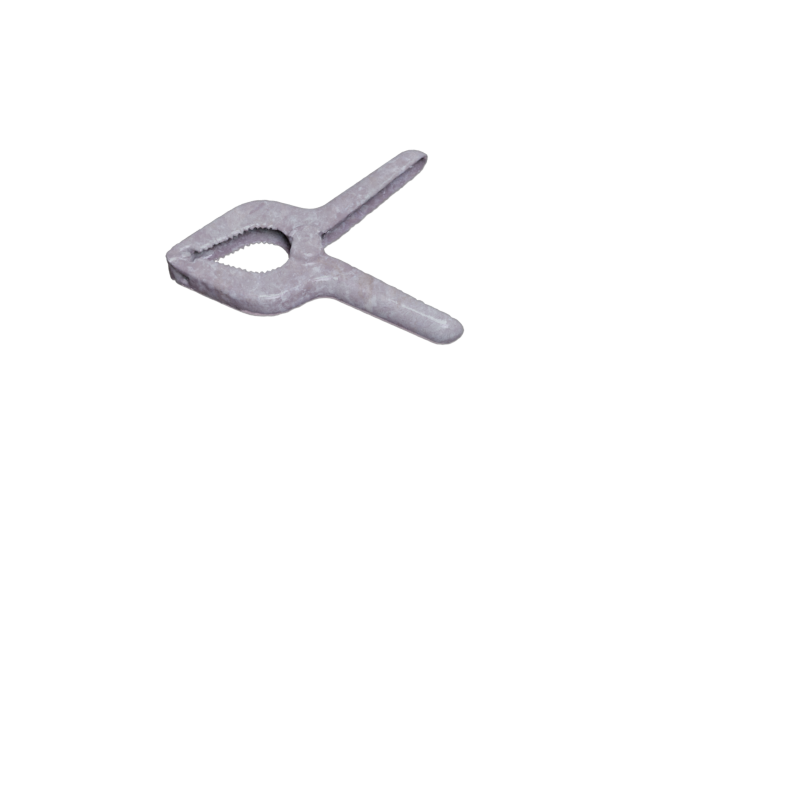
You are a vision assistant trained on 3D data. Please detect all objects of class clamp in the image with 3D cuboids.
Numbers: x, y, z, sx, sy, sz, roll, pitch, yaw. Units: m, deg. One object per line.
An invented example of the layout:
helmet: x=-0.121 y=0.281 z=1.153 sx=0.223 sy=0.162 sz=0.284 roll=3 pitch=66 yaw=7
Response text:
clamp: x=-0.063 y=-0.116 z=0.810 sx=0.210 sy=0.176 sz=0.034 roll=0 pitch=-32 yaw=0
